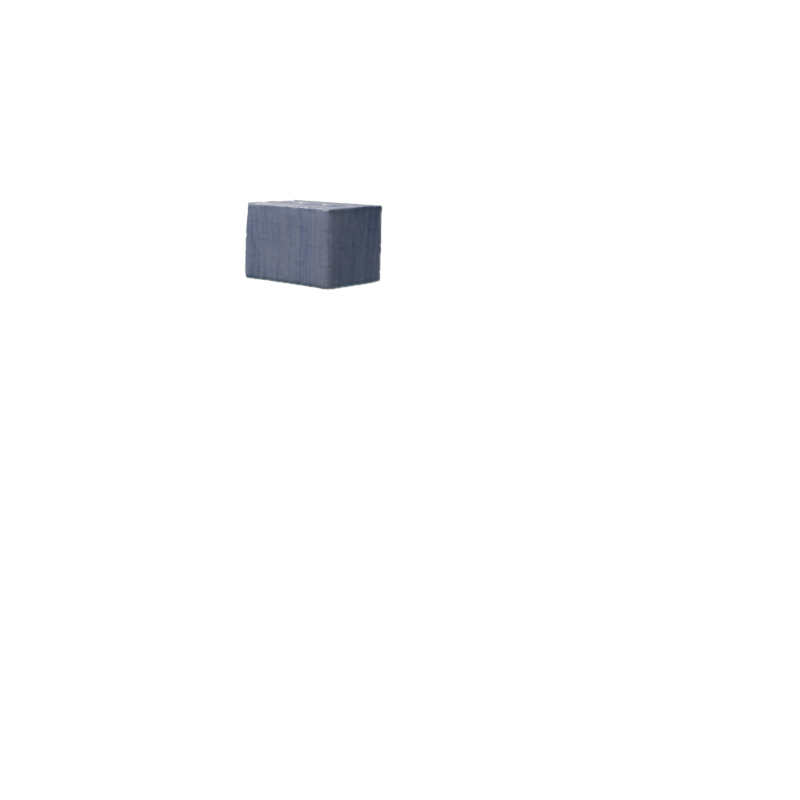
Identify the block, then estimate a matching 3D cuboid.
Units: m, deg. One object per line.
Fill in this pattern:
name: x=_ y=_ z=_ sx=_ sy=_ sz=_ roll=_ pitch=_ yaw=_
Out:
block: x=-0.057 y=-0.104 z=0.729 sx=0.082 sy=0.050 sz=0.051 roll=10 pitch=14 yaw=40
